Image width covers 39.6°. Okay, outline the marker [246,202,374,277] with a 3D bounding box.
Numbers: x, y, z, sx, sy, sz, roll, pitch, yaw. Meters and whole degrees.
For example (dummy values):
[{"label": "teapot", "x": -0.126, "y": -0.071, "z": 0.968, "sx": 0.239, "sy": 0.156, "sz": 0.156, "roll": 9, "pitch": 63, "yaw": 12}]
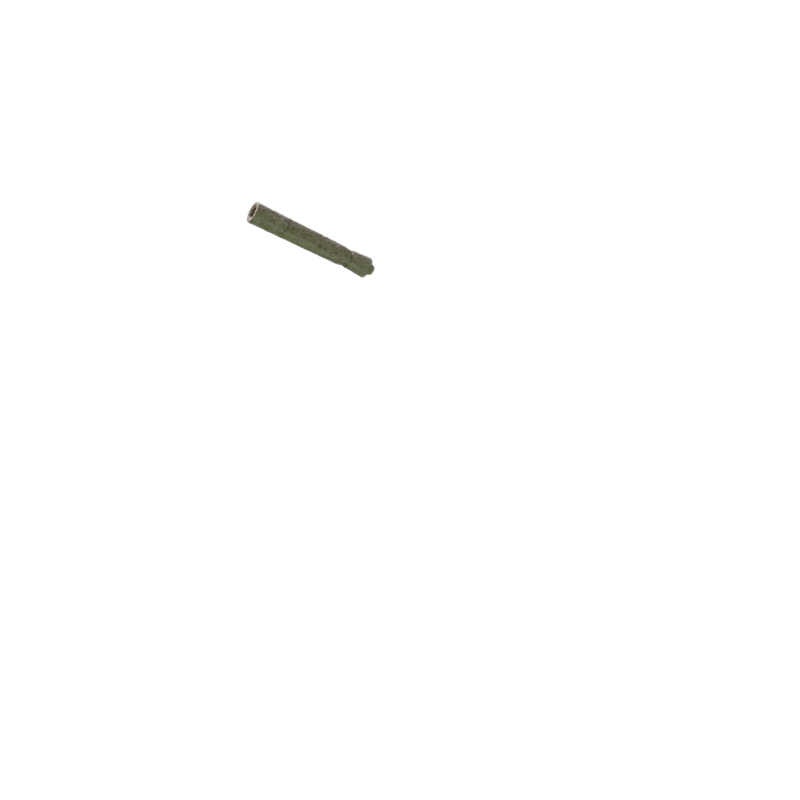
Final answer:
[{"label": "marker", "x": -0.074, "y": -0.134, "z": 0.941, "sx": 0.116, "sy": 0.020, "sz": 0.020, "roll": 24, "pitch": -6, "yaw": -21}]
